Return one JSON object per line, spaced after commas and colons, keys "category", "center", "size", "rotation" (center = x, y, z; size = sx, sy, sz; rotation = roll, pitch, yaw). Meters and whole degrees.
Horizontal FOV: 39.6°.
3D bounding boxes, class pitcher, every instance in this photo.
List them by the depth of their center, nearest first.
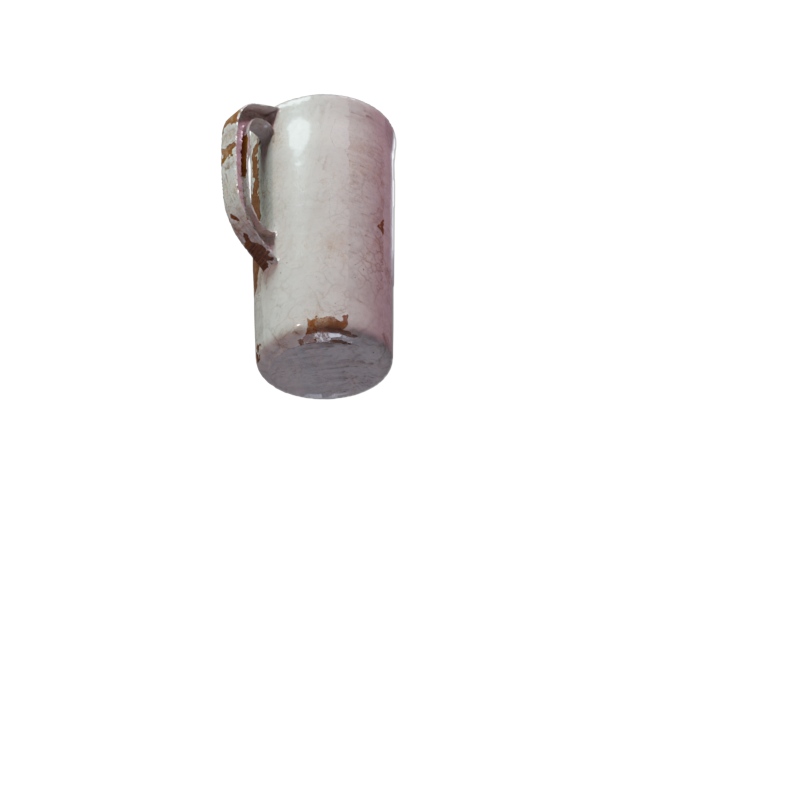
{"category": "pitcher", "center": [-0.073, -0.132, 0.928], "size": [0.149, 0.260, 0.135], "rotation": [-2, -34, -1]}
